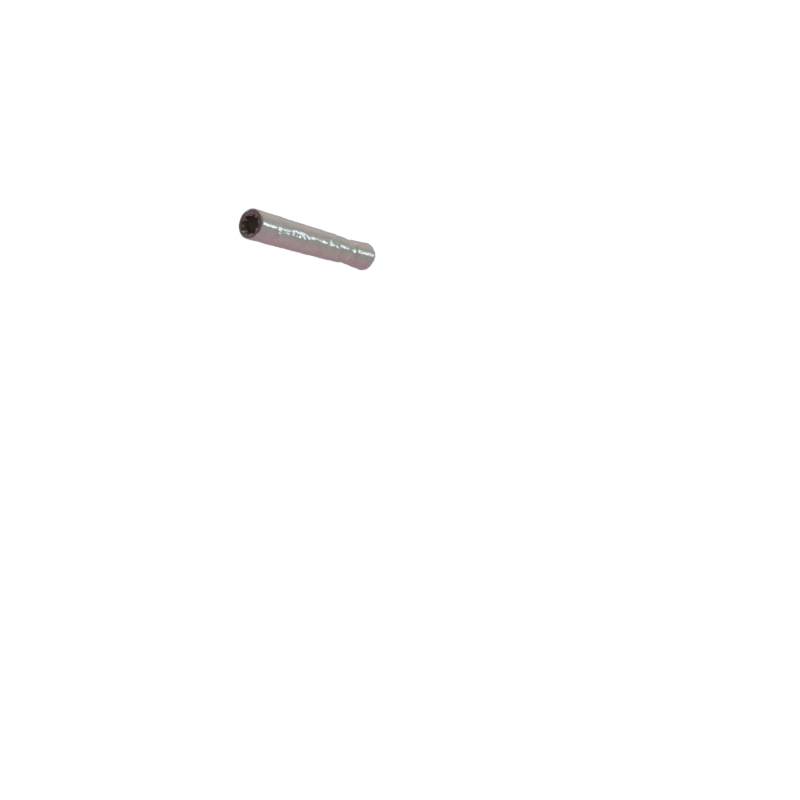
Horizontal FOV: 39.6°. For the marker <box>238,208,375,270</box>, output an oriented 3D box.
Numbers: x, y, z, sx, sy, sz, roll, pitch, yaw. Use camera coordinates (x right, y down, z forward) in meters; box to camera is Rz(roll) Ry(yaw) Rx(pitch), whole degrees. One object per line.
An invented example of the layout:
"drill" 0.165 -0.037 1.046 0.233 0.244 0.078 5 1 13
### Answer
"marker" -0.055 -0.100 0.700 0.021 0.020 0.115 3 -3 37
